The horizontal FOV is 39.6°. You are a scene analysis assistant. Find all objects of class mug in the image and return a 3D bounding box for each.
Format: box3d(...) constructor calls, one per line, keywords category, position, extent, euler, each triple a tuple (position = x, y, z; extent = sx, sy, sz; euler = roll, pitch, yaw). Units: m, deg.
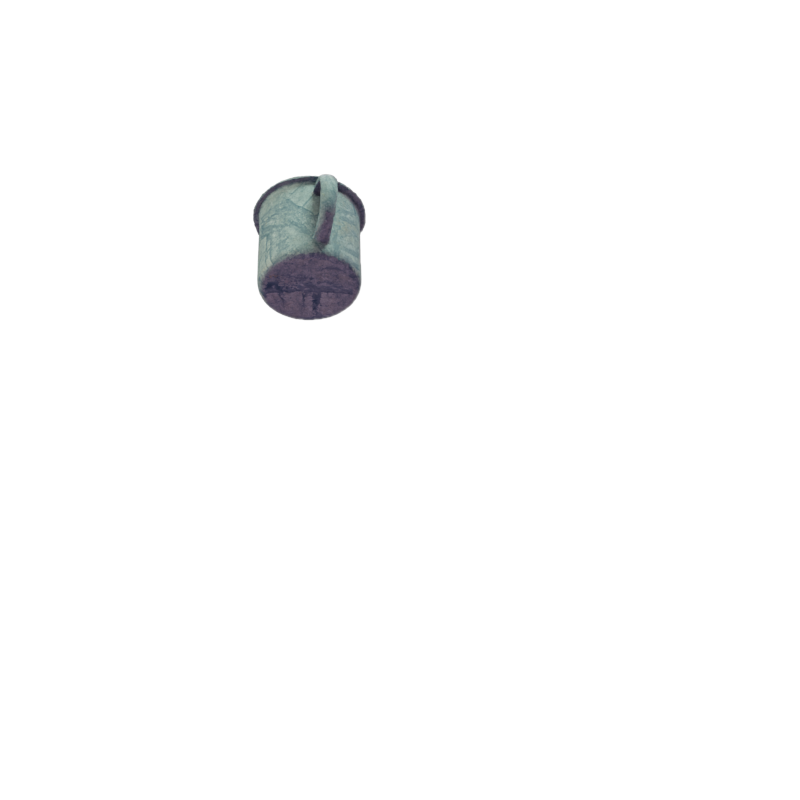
box3d(category="mug", position=(-0.069, -0.125, 0.878), extent=(0.091, 0.087, 0.111), euler=(11, -42, -14))
